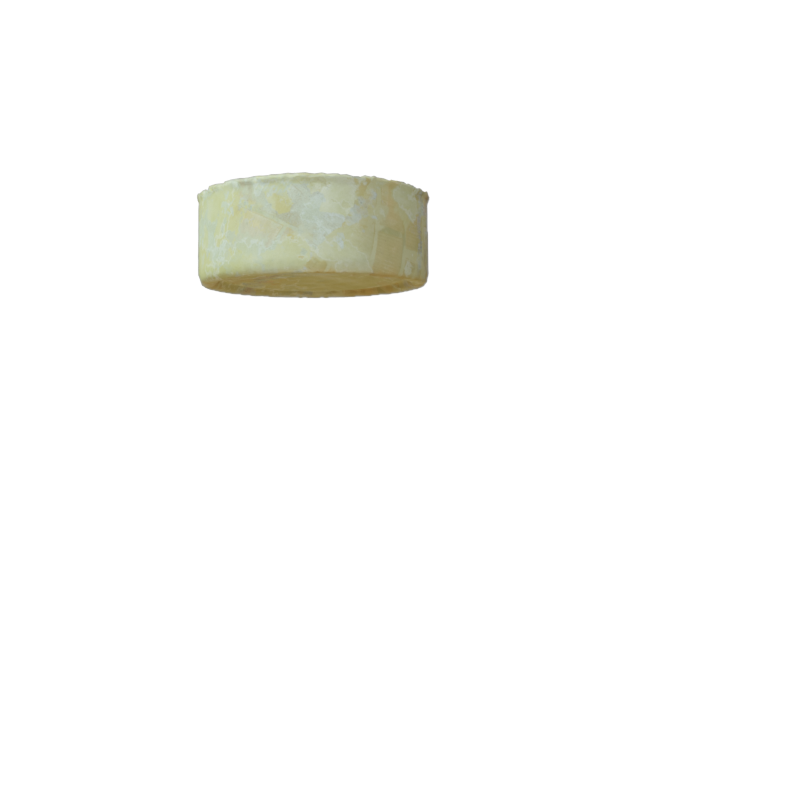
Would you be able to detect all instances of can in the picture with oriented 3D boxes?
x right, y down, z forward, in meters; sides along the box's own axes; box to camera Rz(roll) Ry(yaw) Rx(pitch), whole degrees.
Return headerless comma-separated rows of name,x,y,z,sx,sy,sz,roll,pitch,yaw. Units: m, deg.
can,-0.032,-0.058,0.409,0.086,0.034,0.085,0,-2,-2
